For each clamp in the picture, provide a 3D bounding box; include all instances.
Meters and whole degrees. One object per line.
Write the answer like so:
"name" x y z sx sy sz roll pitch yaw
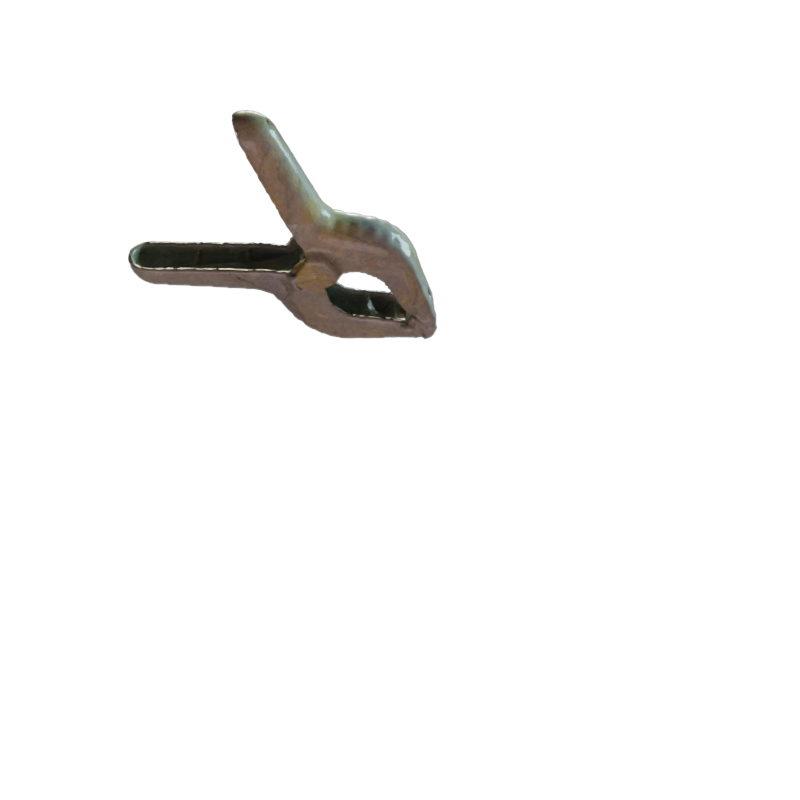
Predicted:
"clamp" -0.046 -0.084 0.590 0.165 0.042 0.116 17 -42 -20
